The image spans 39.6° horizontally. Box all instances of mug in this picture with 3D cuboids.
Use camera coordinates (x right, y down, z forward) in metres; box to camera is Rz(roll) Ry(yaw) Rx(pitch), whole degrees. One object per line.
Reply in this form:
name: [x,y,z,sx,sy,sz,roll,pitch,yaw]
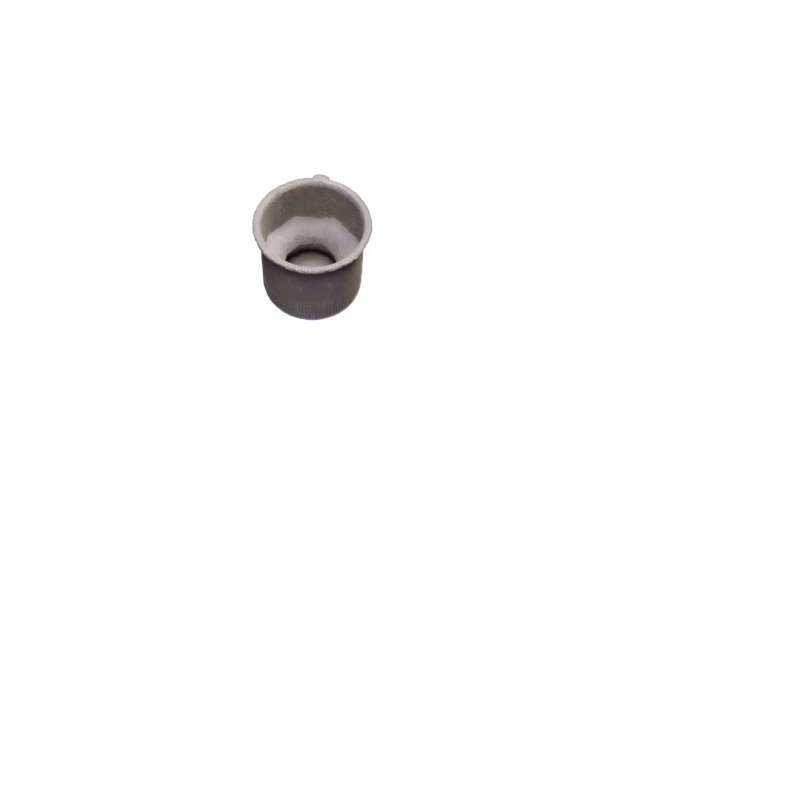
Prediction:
mug: [-0.070,-0.128,0.896,0.093,0.125,0.076,3,-33,0]
